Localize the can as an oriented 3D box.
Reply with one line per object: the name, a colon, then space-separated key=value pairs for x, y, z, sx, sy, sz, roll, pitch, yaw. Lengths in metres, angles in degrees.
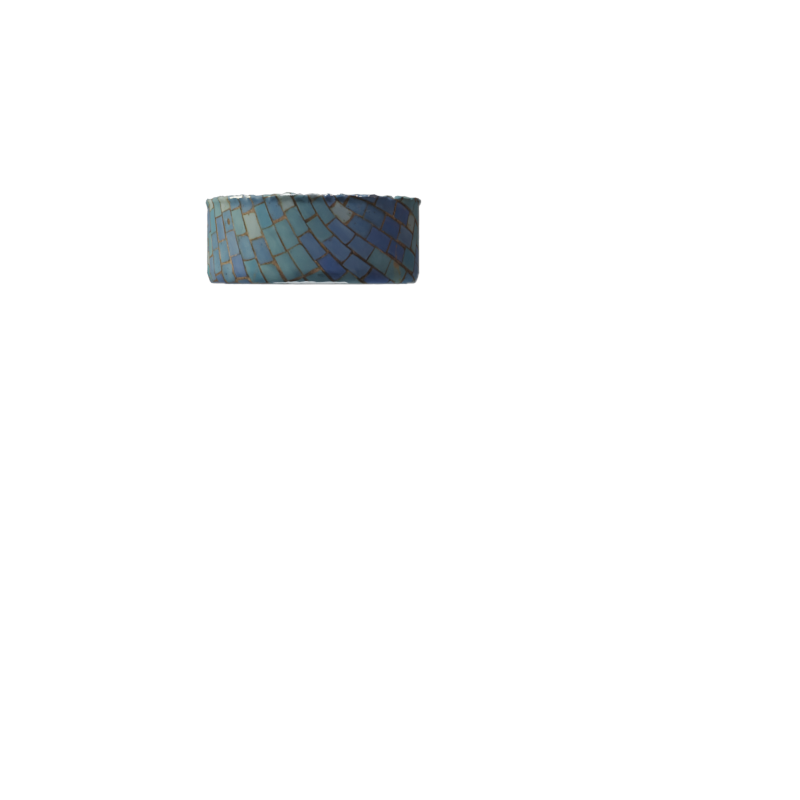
can: x=-0.035 y=-0.063 z=0.442 sx=0.086 sy=0.033 sz=0.086 roll=0 pitch=5 yaw=-2
